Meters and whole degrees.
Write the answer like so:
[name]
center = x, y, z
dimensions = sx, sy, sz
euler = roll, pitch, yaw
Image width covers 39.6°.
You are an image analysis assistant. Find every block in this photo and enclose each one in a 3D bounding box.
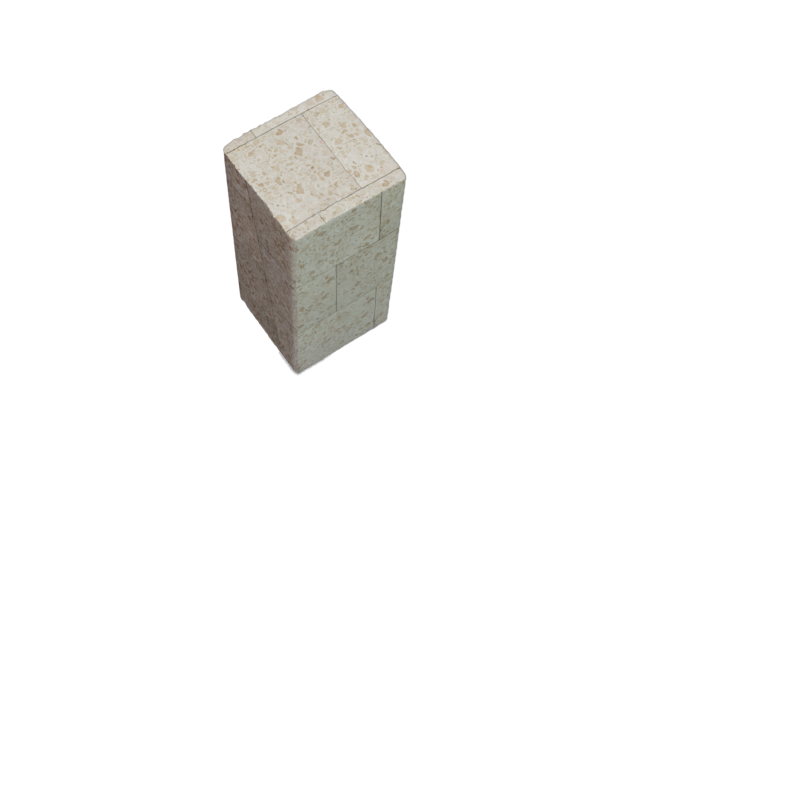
[block]
center = -0.063, -0.116, 0.805
dimensions = 0.091, 0.095, 0.195
euler = -32, -19, -16
